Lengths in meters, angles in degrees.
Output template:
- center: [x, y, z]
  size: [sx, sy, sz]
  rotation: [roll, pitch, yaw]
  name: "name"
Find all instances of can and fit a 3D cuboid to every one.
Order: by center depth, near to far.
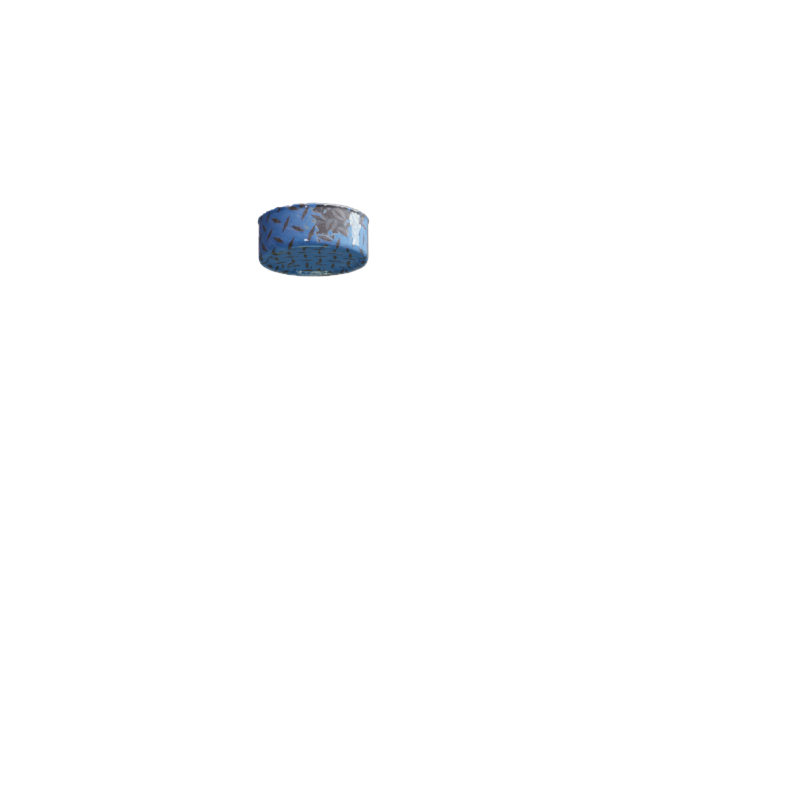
- center: [-0.066, -0.121, 0.848]
  size: [0.086, 0.035, 0.083]
  rotation: [0, -11, -2]
  name: "can"
